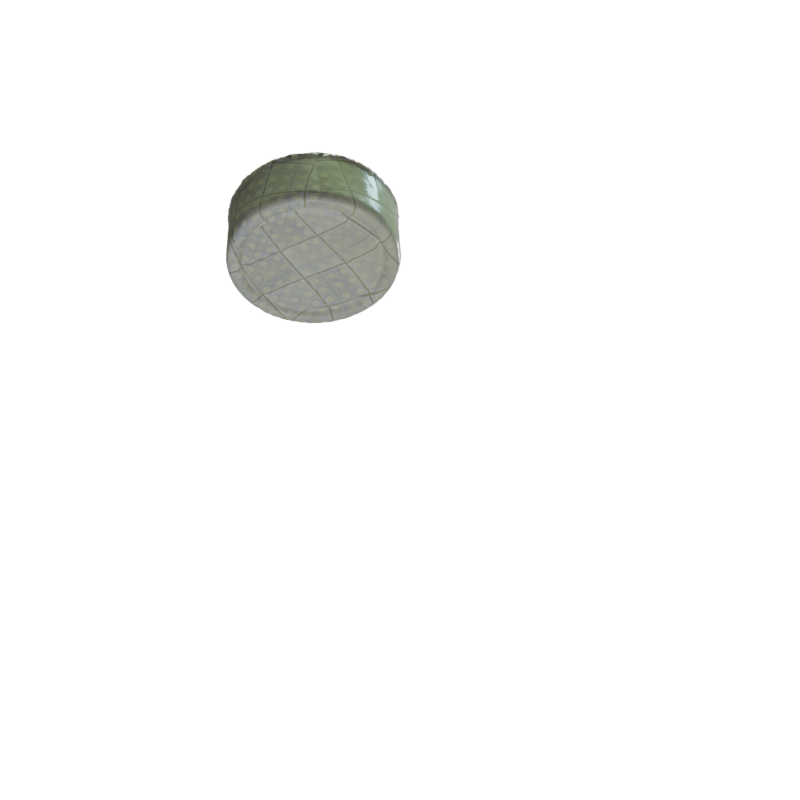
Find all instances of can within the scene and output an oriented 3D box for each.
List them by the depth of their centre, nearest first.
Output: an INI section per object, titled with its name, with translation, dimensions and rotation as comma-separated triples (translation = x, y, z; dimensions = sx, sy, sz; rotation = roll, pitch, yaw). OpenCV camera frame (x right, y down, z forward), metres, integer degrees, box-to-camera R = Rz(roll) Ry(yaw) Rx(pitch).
[can]
translation = -0.043, -0.078, 0.544
dimensions = 0.086, 0.036, 0.080
rotation = 1, -44, -1
